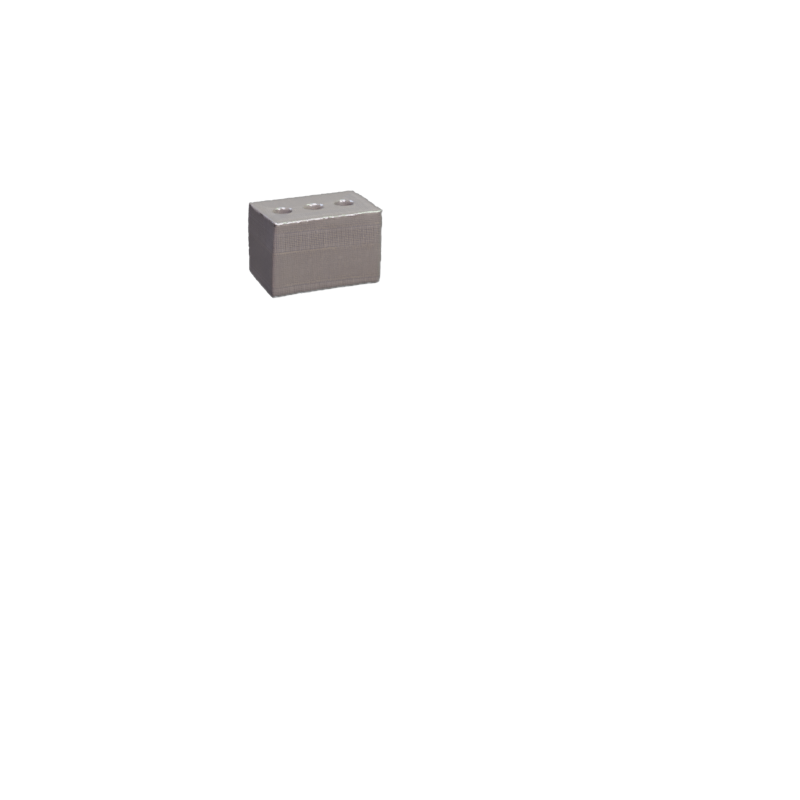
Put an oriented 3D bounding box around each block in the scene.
[{"bbox_3d":[-0.058,-0.105,0.738,0.076,0.049,0.056,-10,27,-22],"label":"block"}]
